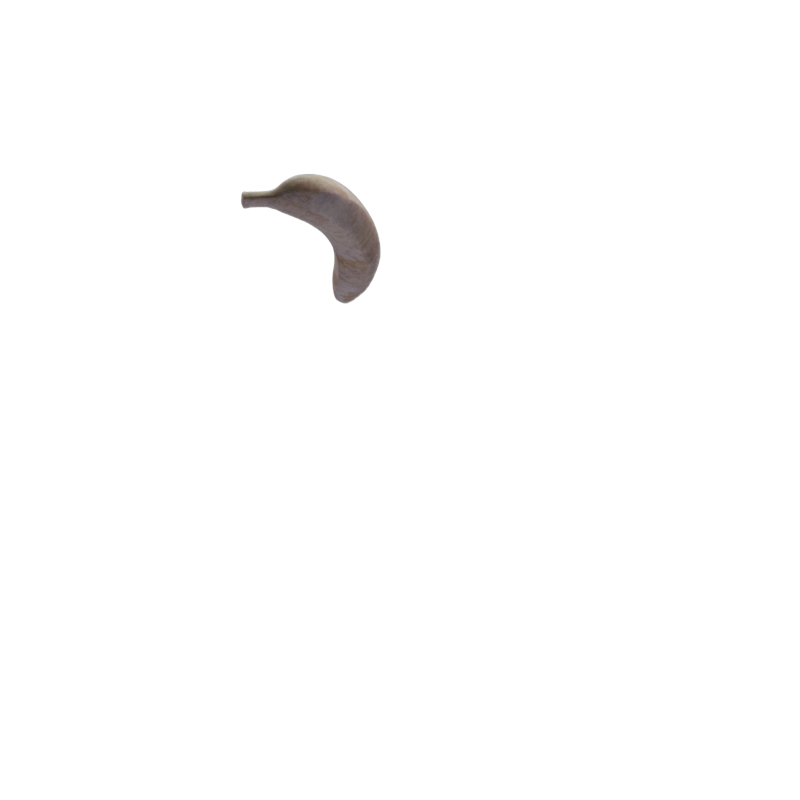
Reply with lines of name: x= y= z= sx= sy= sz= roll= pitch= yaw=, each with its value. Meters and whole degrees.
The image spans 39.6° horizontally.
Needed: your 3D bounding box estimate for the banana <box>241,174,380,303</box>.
banana: x=-0.052 y=-0.128 z=0.859 sx=0.071 sy=0.039 sz=0.184 roll=-9 pitch=-23 yaw=19
